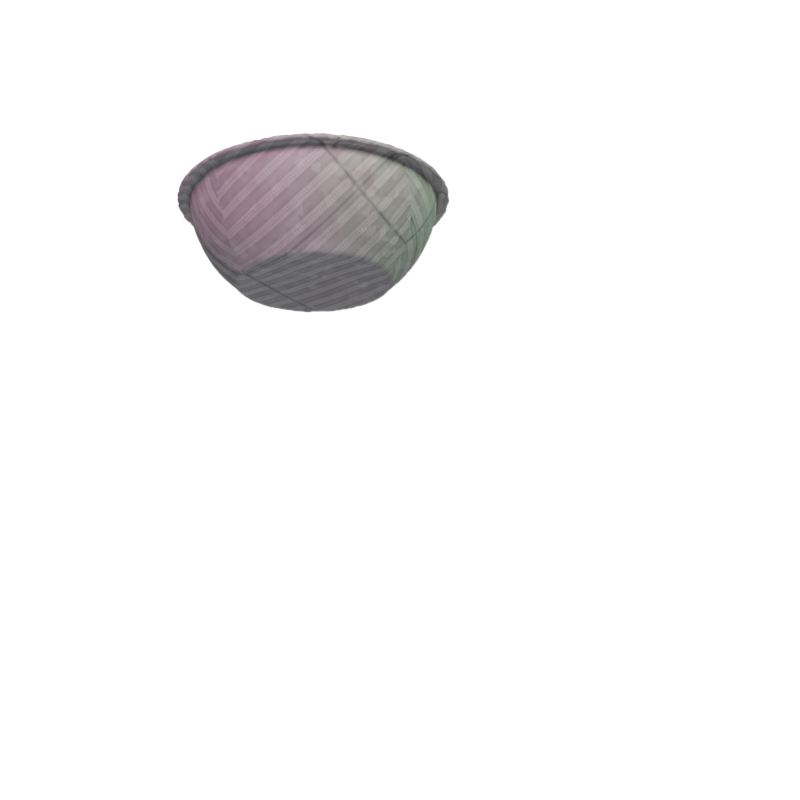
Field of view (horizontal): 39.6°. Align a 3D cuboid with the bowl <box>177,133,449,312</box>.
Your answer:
[{"bbox_3d":[-0.051,-0.093,0.653,0.162,0.058,0.155,0,-18,-2],"label":"bowl"}]
